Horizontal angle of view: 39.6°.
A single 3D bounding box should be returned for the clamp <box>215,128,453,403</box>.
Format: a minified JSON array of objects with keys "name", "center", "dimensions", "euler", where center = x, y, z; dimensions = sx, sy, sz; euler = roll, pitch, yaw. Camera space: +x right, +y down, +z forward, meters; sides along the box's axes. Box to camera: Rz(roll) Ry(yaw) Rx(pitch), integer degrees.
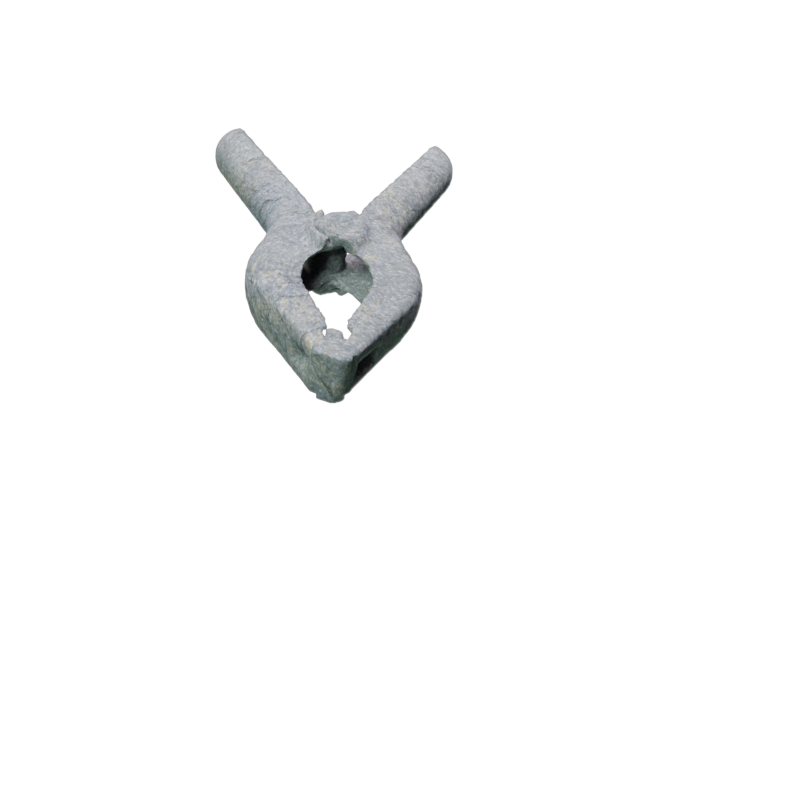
[{"name":"clamp","center":[-0.040,-0.074,0.517],"dimensions":[0.121,0.037,0.182],"euler":[5,42,5]}]
